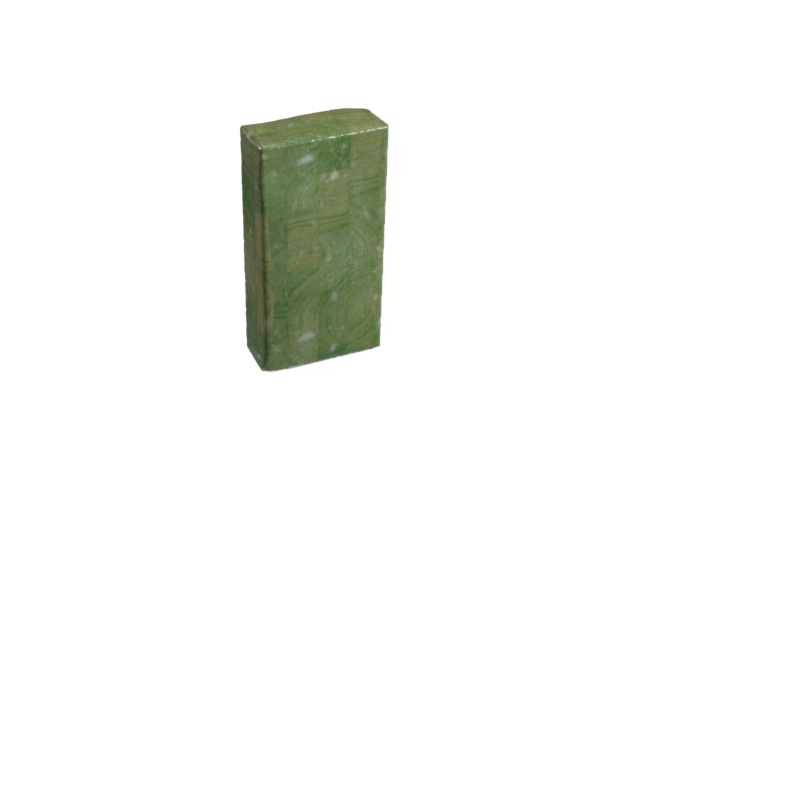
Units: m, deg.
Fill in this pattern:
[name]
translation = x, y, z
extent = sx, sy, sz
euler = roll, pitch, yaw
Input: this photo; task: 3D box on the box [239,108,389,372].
[box]
translation = -0.059, -0.109, 0.761
extent = 0.092, 0.166, 0.052
euler = -12, 32, -23
